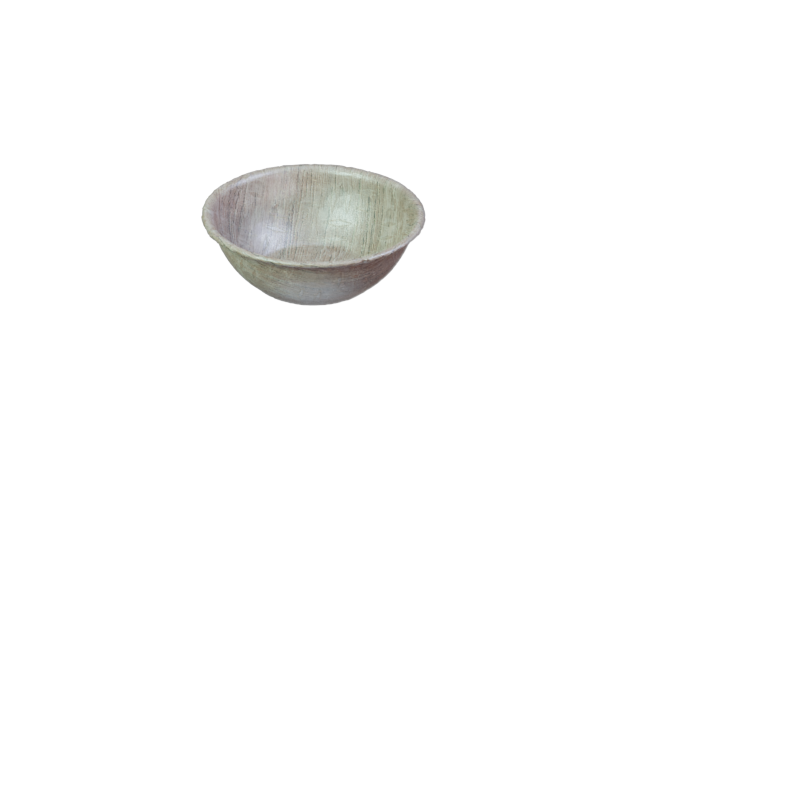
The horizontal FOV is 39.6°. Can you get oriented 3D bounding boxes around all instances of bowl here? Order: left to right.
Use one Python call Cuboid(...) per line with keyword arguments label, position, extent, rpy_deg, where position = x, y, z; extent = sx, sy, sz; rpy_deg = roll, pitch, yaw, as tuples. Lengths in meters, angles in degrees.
Cuboid(label="bowl", position=(-0.063, -0.116, 0.810), extent=(0.162, 0.052, 0.173), rpy_deg=(-1, 34, -2))
